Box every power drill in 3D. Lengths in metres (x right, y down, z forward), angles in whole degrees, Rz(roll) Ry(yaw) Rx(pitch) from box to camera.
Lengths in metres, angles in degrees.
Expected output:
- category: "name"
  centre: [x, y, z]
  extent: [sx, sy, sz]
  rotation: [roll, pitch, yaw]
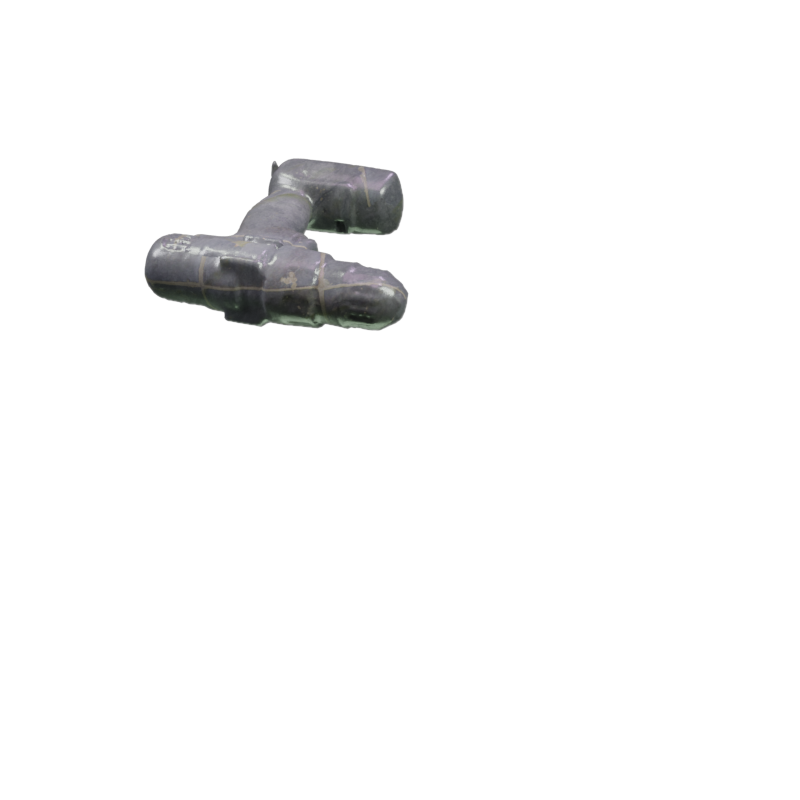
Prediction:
- category: "power drill"
  centre: [-0.062, -0.113, 0.788]
  extent: [0.190, 0.054, 0.192]
  rotation: [11, 32, 18]
